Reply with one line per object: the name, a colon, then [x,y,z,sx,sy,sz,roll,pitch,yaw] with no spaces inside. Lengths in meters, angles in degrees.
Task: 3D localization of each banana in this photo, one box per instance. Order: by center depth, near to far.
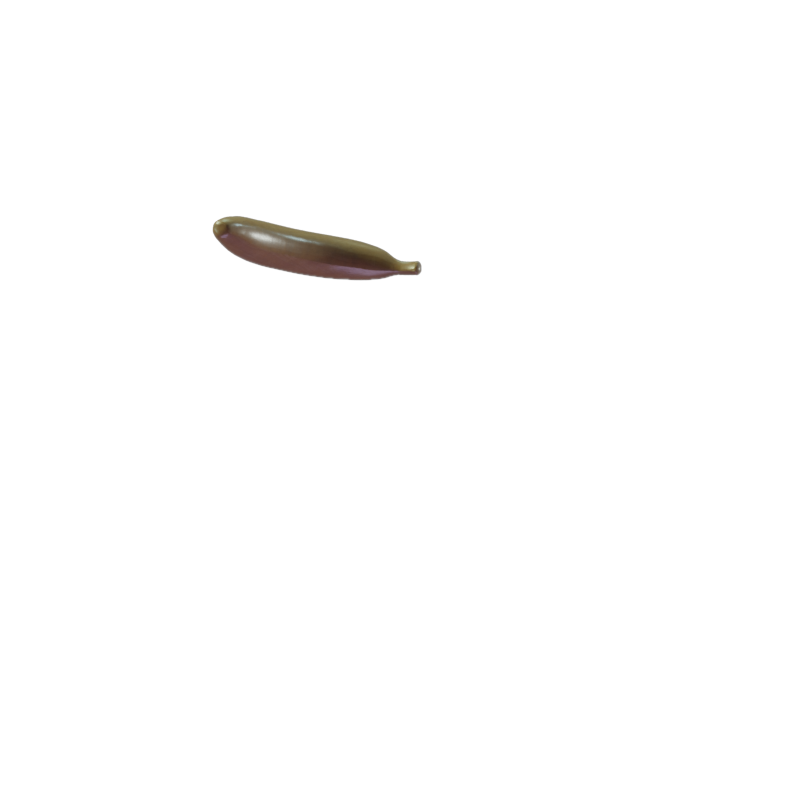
banana: [-0.080,-0.130,0.946,0.190,0.038,0.070,6,-12,-30]
